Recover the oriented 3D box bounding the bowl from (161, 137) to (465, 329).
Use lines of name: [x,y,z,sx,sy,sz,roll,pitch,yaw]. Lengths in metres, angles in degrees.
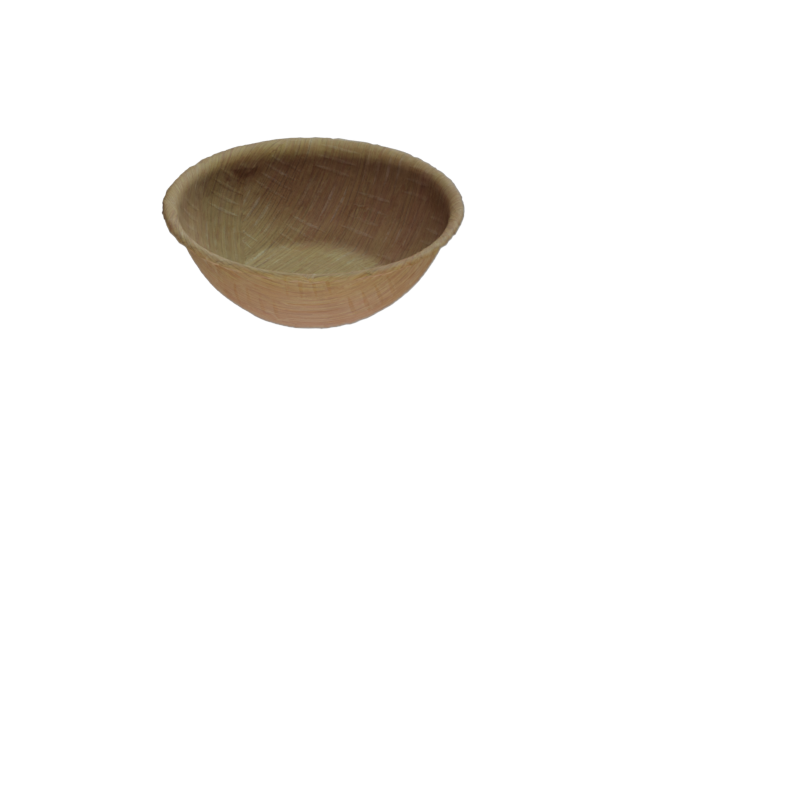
bowl: [-0.047,-0.087,0.607,0.162,0.052,0.173,-1,35,-2]
